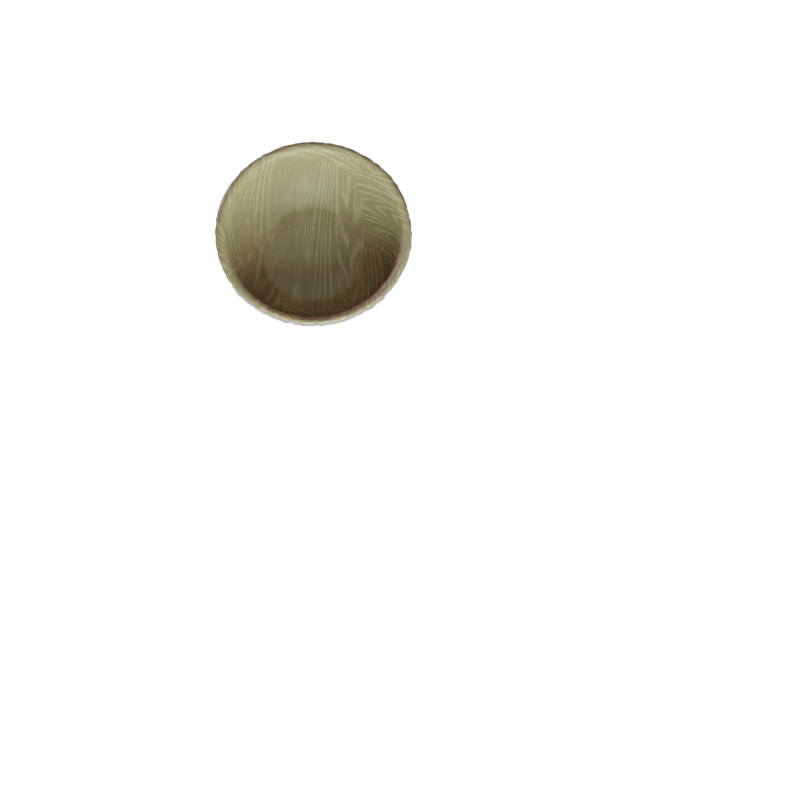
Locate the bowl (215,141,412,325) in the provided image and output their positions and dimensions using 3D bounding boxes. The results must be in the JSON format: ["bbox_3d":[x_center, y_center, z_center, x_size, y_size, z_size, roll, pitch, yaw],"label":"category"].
[{"bbox_3d":[-0.073,-0.133,0.931,0.162,0.170,0.053,-1,-20,-1],"label":"bowl"}]
